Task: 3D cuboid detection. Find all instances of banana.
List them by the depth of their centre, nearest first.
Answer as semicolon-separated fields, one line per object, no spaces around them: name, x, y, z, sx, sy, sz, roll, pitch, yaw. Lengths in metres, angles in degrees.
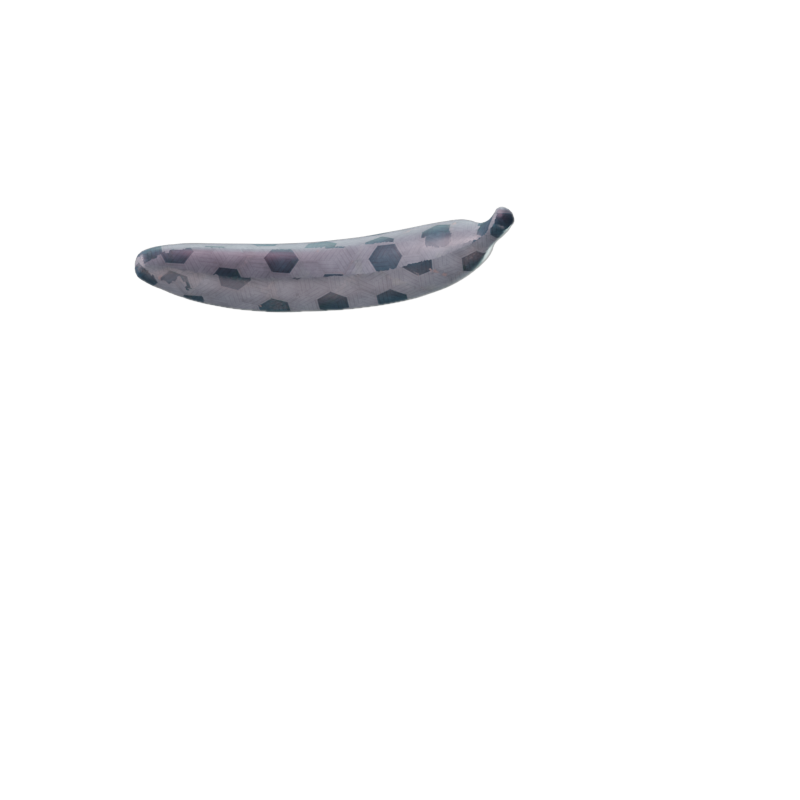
banana;-0.037;-0.074;0.585;0.200;0.039;0.064;-7;-32;11
